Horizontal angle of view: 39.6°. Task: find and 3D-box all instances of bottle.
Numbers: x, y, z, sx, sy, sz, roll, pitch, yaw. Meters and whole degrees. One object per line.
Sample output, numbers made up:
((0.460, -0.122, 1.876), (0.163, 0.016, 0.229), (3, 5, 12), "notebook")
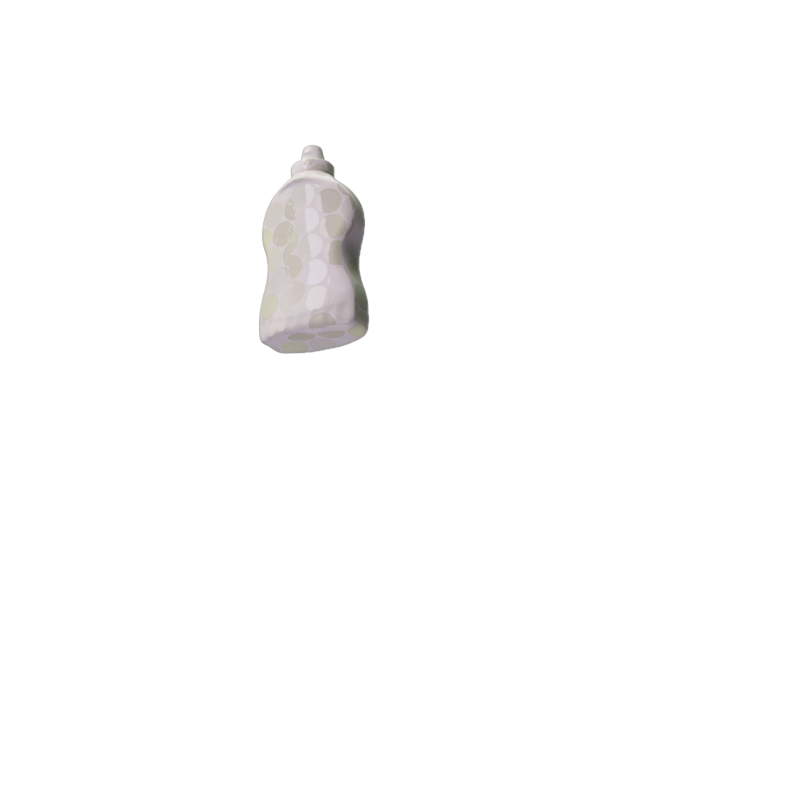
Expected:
((-0.078, -0.142, 0.995), (0.098, 0.202, 0.054), (-14, -27, 26), "bottle")
